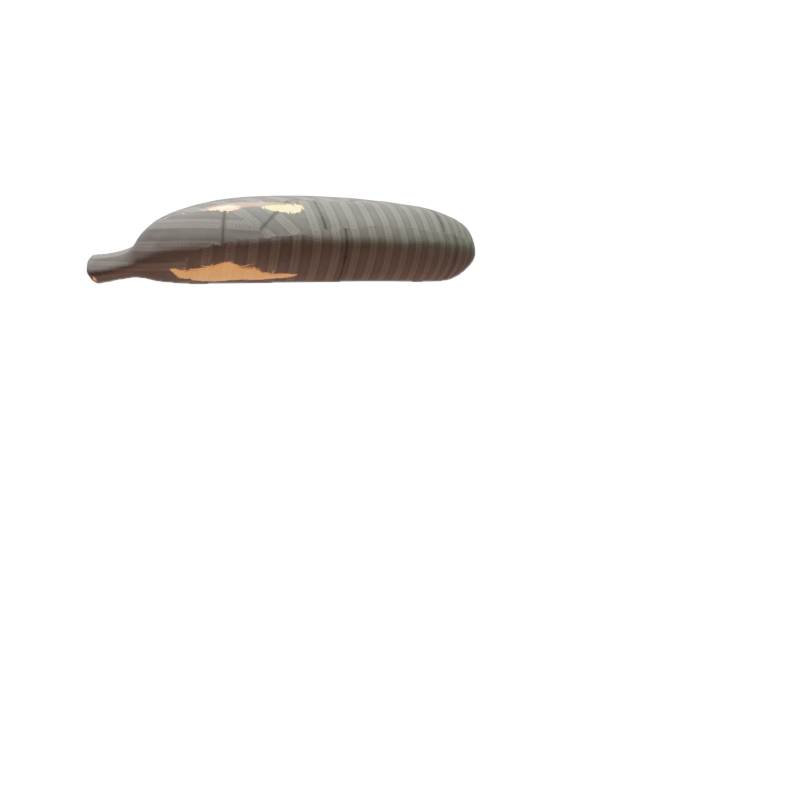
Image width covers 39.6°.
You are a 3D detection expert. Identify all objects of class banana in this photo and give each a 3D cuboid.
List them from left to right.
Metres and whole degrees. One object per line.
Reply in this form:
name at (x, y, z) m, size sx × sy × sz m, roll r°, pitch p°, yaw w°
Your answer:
banana at (-0.032, -0.070, 0.486) m, size 0.191 × 0.037 × 0.072 m, roll -4°, pitch 7°, yaw -31°
